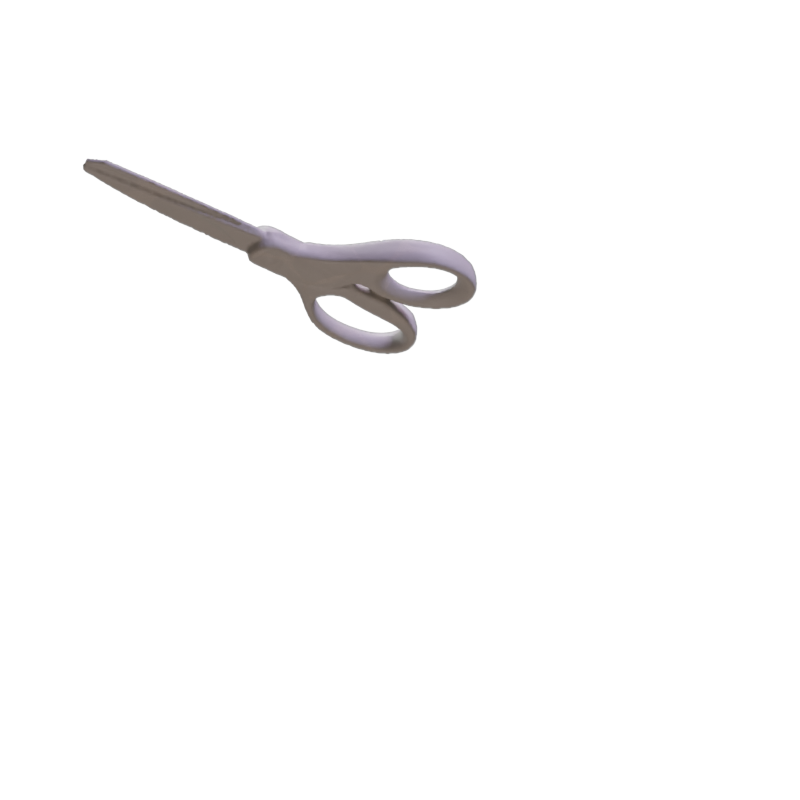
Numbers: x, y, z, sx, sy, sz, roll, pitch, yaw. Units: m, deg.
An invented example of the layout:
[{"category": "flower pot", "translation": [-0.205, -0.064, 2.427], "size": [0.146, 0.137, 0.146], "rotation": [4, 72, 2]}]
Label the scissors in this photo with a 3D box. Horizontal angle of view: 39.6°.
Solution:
[{"category": "scissors", "translation": [-0.040, -0.072, 0.507], "size": [0.097, 0.017, 0.187], "rotation": [-18, -34, 29]}]
